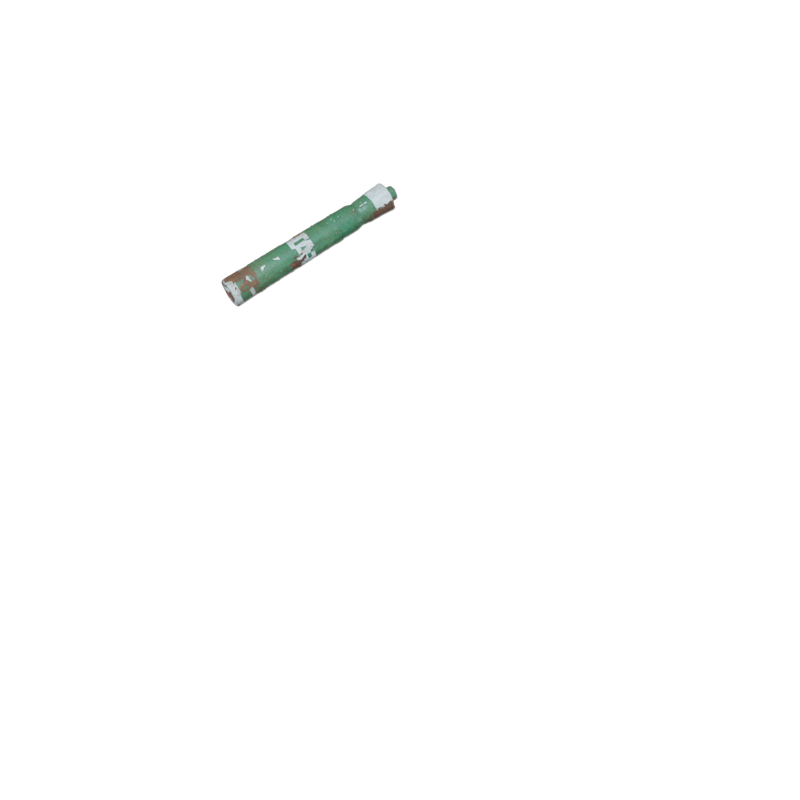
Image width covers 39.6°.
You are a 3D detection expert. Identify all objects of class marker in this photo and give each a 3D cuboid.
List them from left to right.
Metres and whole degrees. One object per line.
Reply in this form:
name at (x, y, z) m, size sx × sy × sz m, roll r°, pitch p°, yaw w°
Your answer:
marker at (-0.053, -0.096, 0.671) m, size 0.121 × 0.019 × 0.020 m, roll -34°, pitch 14°, yaw -14°
